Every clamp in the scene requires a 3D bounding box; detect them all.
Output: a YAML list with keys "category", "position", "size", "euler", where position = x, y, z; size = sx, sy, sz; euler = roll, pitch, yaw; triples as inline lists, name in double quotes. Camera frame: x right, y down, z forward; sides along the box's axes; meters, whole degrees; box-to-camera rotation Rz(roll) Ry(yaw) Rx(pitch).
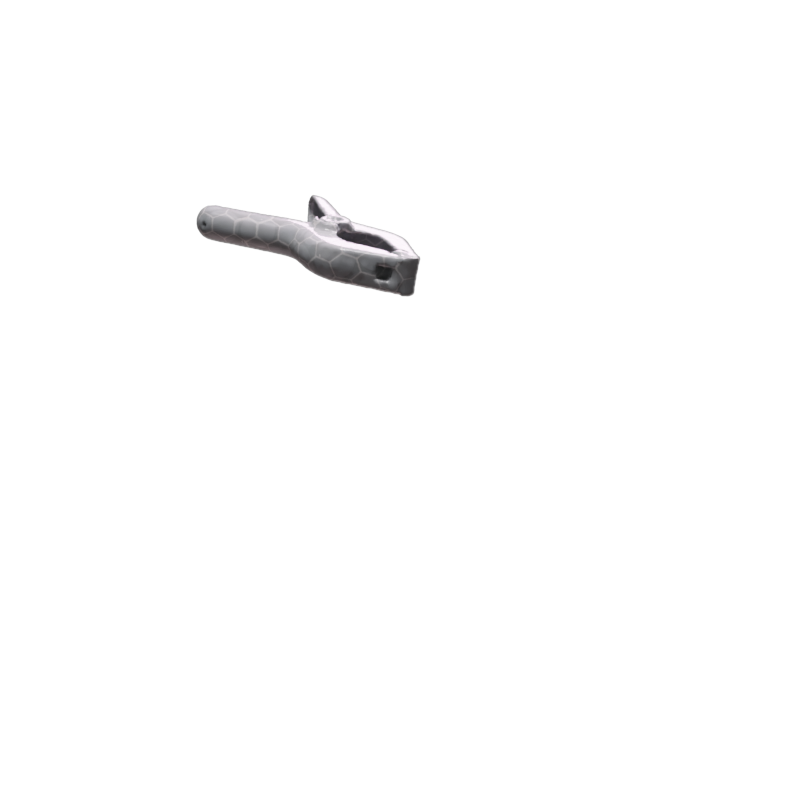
- category: "clamp"
  position: [-0.061, -0.111, 0.778]
  size: [0.118, 0.037, 0.183]
  euler: [-15, 28, -31]
